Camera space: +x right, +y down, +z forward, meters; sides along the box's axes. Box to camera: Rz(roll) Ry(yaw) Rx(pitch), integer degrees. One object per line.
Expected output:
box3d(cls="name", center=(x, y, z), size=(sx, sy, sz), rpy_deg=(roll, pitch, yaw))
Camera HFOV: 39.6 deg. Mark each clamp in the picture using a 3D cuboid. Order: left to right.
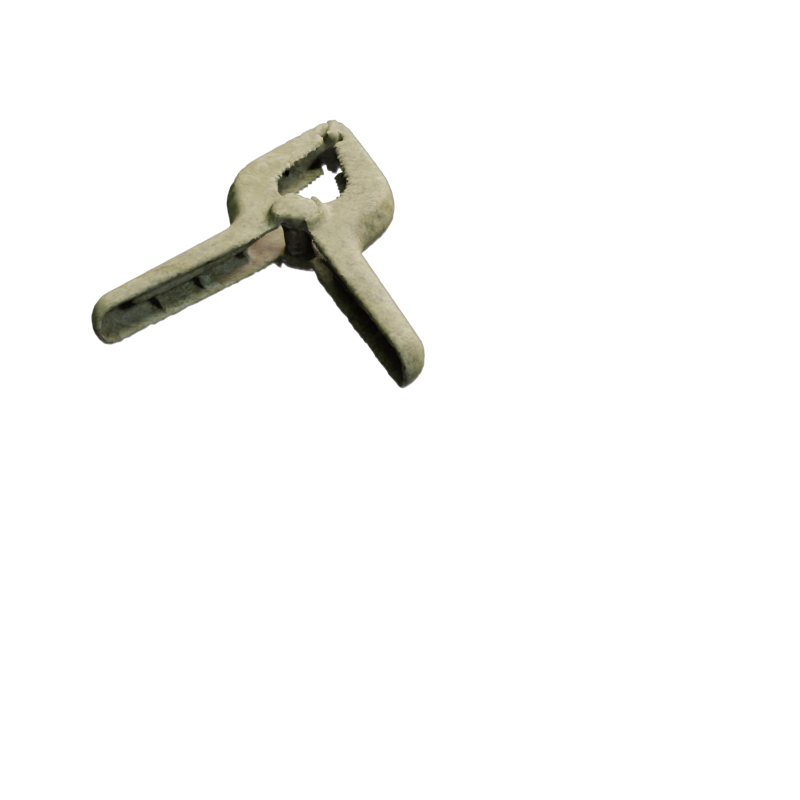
box3d(cls="clamp", center=(-0.047, -0.085, 0.599), size=(0.169, 0.034, 0.219), rpy_deg=(12, 43, 13))
